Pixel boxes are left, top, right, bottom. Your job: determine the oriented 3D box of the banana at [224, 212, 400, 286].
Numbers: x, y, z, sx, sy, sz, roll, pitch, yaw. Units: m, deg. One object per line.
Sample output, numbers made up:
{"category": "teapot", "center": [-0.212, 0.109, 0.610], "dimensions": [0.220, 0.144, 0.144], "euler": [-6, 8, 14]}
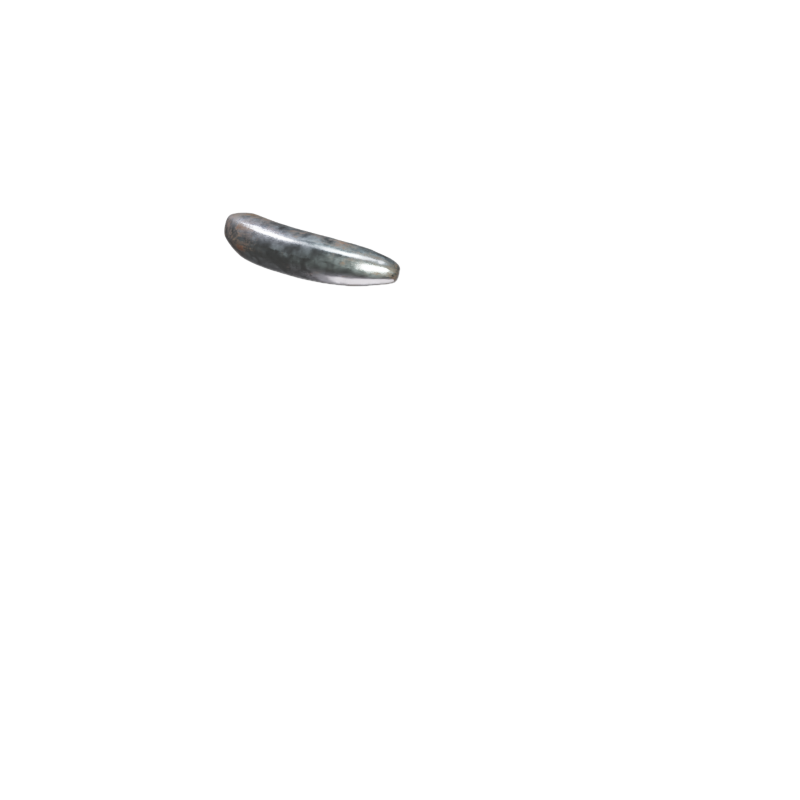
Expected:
{"category": "banana", "center": [-0.087, -0.126, 0.899], "dimensions": [0.068, 0.035, 0.211], "euler": [-17, 29, -35]}
